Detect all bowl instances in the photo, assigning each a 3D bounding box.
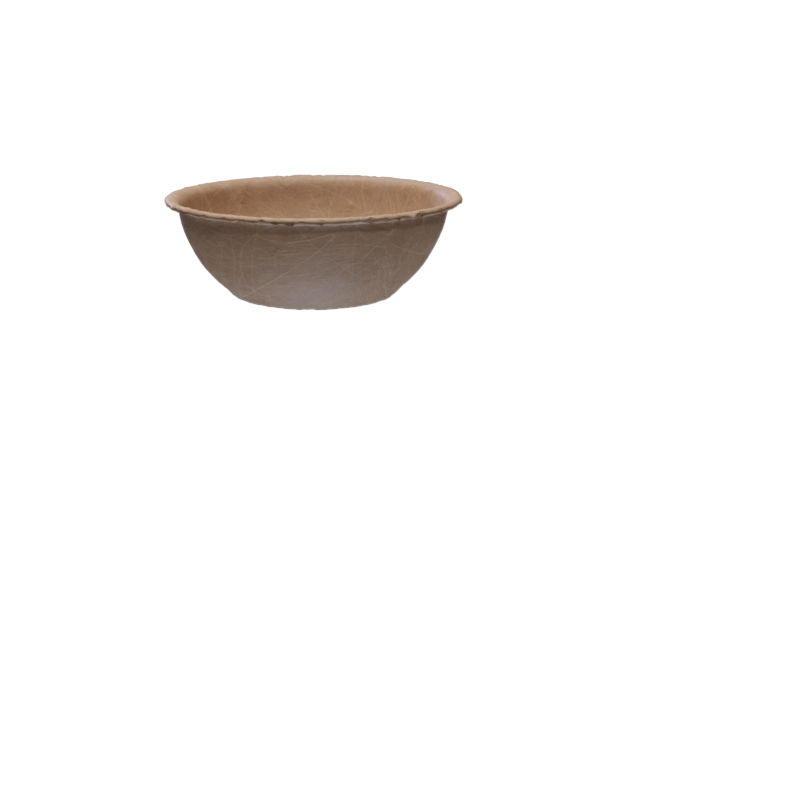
[{"bbox_3d":[-0.048,-0.087,0.608,0.162,0.053,0.168,-1,18,-2],"label":"bowl"}]
